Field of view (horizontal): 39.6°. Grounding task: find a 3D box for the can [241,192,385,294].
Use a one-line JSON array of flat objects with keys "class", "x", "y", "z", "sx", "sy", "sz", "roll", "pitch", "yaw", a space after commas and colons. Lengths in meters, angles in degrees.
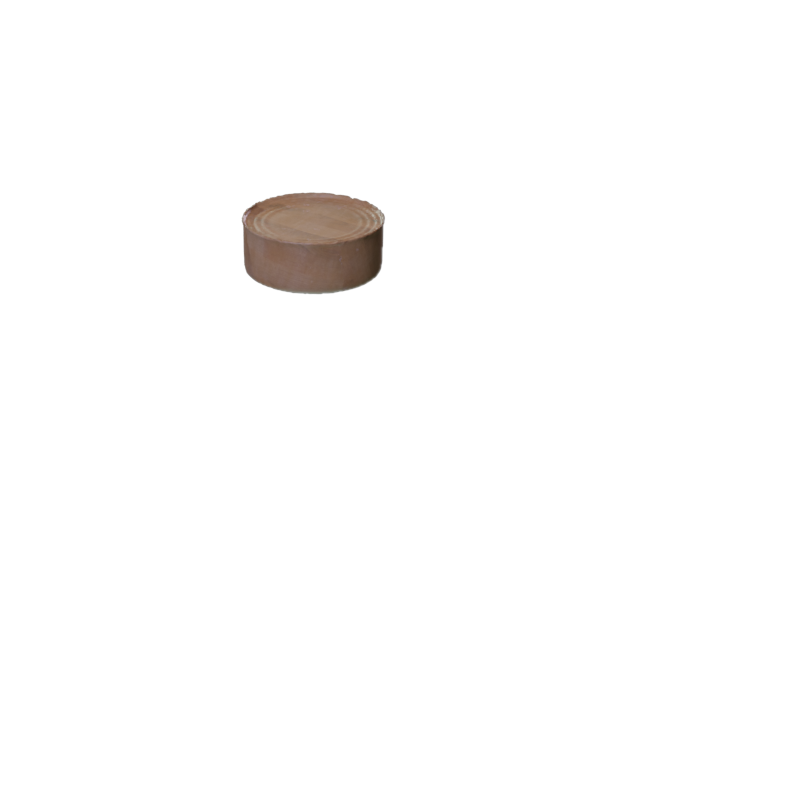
[{"class": "can", "x": -0.052, "y": -0.096, "z": 0.670, "sx": 0.086, "sy": 0.032, "sz": 0.091, "roll": -1, "pitch": 28, "yaw": -2}]
